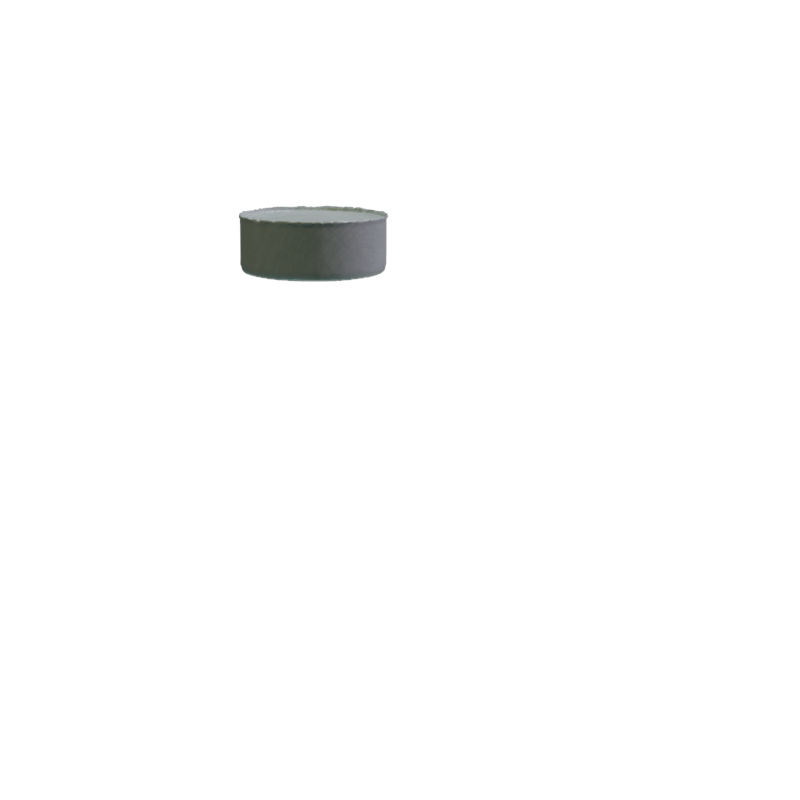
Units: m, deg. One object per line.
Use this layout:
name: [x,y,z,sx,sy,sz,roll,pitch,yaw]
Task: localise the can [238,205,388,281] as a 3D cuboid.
can: [-0.050,-0.091,0.639,0.086,0.033,0.088,0,15,-2]
